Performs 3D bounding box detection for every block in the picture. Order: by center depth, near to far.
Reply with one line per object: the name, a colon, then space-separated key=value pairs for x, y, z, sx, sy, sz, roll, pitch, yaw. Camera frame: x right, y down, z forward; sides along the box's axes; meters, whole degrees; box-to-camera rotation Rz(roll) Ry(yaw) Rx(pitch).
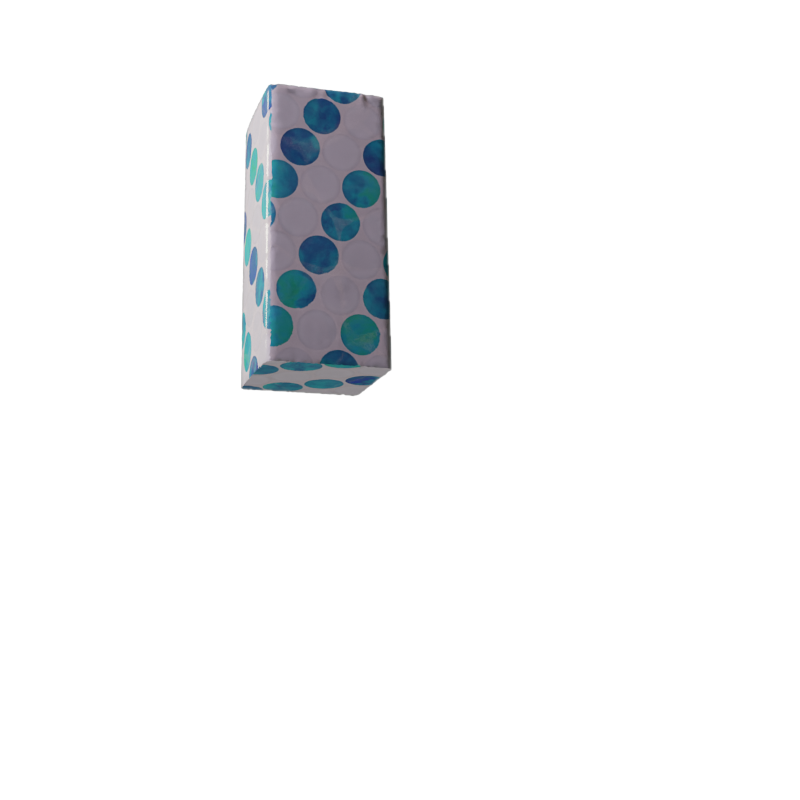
block: x=-0.064 y=-0.116 z=0.812 sx=0.089 sy=0.216 sz=0.088 roll=4 pitch=-19 yaw=-16
